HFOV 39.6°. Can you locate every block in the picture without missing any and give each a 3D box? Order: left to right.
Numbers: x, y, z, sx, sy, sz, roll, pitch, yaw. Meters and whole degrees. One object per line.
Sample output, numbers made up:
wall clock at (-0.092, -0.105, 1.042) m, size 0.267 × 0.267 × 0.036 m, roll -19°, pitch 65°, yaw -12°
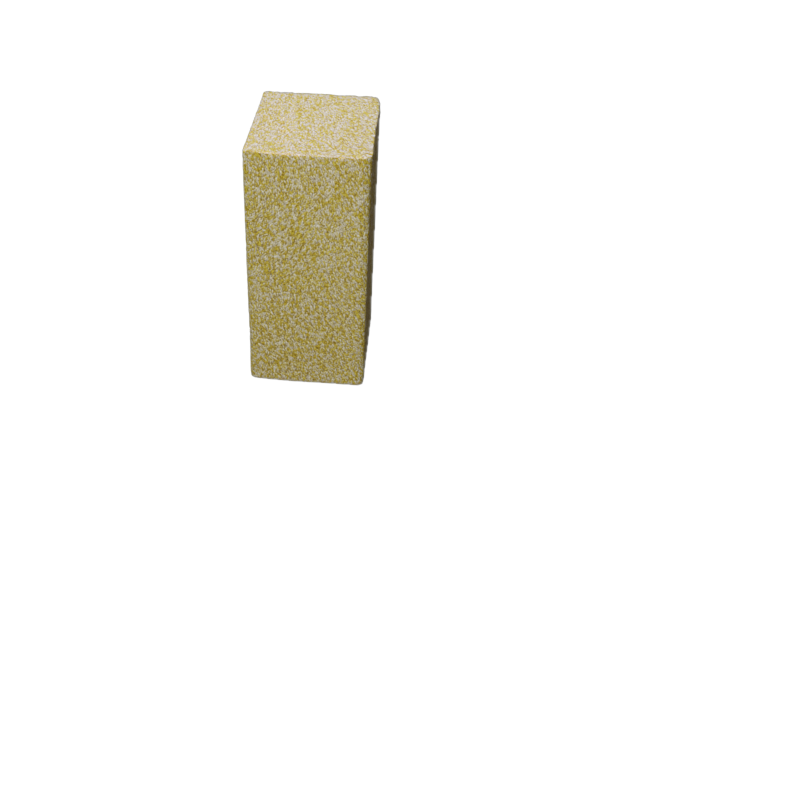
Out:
block at (-0.065, -0.120, 0.839) m, size 0.091 × 0.193 × 0.096 m, roll 5°, pitch 38°, yaw 3°
